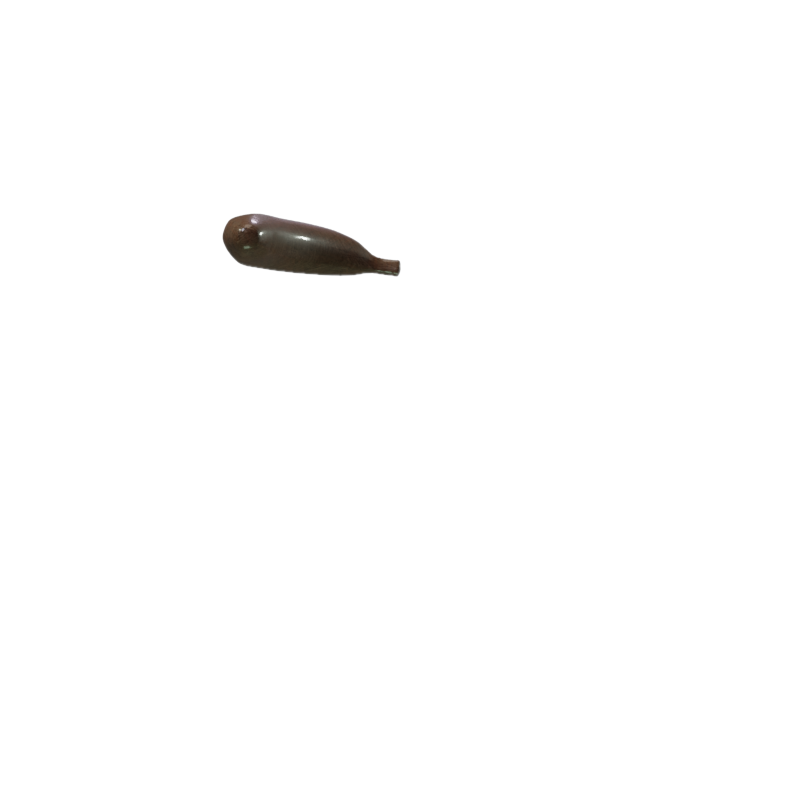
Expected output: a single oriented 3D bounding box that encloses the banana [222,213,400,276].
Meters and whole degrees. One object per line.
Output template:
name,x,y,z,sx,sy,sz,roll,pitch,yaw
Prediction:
banana,-0.074,-0.109,0.774,0.072,0.037,0.190,0,2,30
